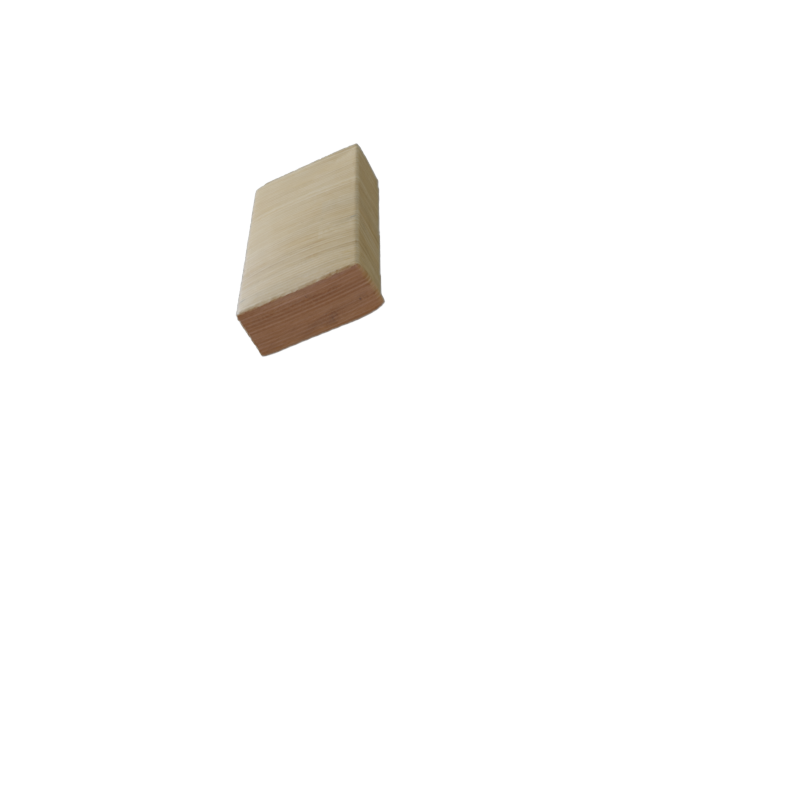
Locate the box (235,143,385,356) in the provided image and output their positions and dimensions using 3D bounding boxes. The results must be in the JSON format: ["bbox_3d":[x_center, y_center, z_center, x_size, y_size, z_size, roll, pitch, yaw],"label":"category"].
[{"bbox_3d":[-0.062,-0.113,0.791,0.094,0.045,0.189,-22,36,13],"label":"box"}]
